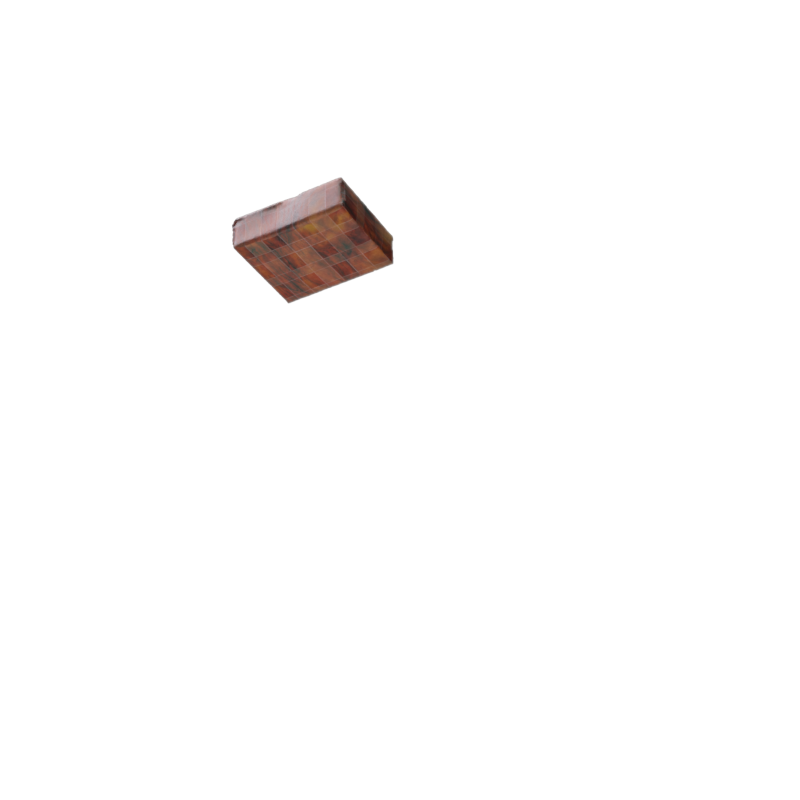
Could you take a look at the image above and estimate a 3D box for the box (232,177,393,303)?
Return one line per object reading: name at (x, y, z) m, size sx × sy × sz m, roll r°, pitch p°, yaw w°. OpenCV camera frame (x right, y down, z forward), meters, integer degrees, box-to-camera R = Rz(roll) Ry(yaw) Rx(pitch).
box at (-0.060, -0.109, 0.765) m, size 0.090 × 0.032 × 0.068 m, roll -18°, pitch -38°, yaw 24°
